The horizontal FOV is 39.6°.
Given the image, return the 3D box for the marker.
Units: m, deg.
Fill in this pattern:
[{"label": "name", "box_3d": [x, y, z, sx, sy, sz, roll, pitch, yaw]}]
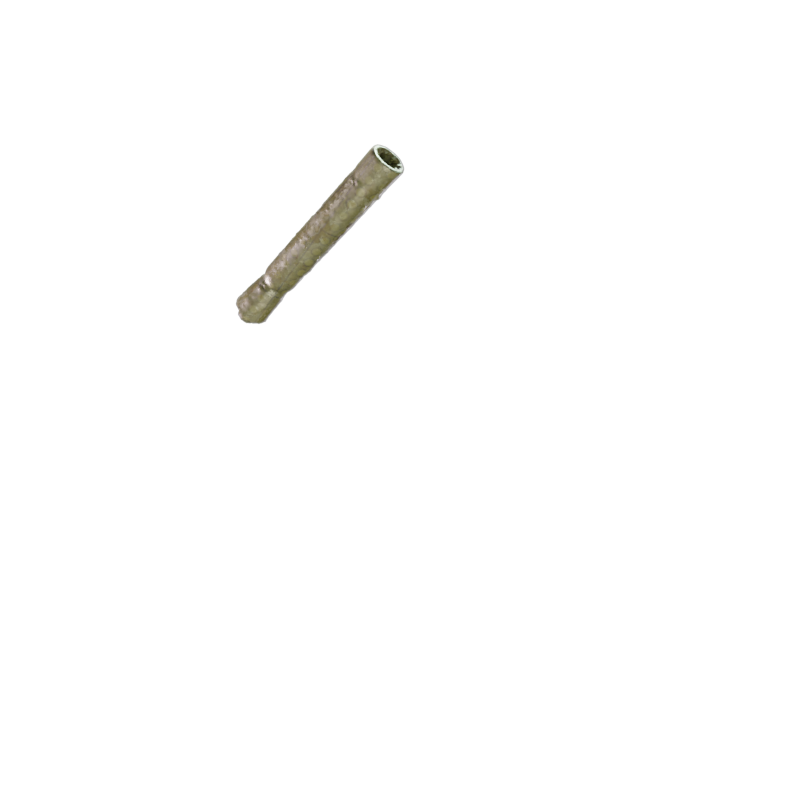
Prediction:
[{"label": "marker", "box_3d": [-0.043, -0.078, 0.545, 0.118, 0.021, 0.019, -43, -22, 30]}]
